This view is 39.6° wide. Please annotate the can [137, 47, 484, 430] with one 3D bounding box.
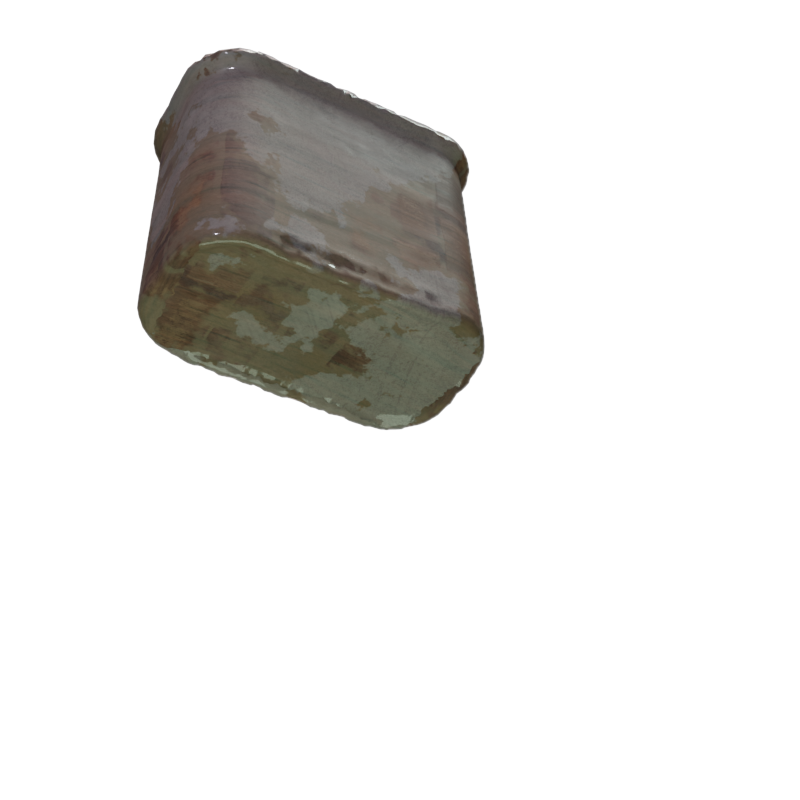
[{"bbox_3d":[-0.026,-0.048,0.335,0.098,0.090,0.056,20,-48,-21],"label":"can"}]
